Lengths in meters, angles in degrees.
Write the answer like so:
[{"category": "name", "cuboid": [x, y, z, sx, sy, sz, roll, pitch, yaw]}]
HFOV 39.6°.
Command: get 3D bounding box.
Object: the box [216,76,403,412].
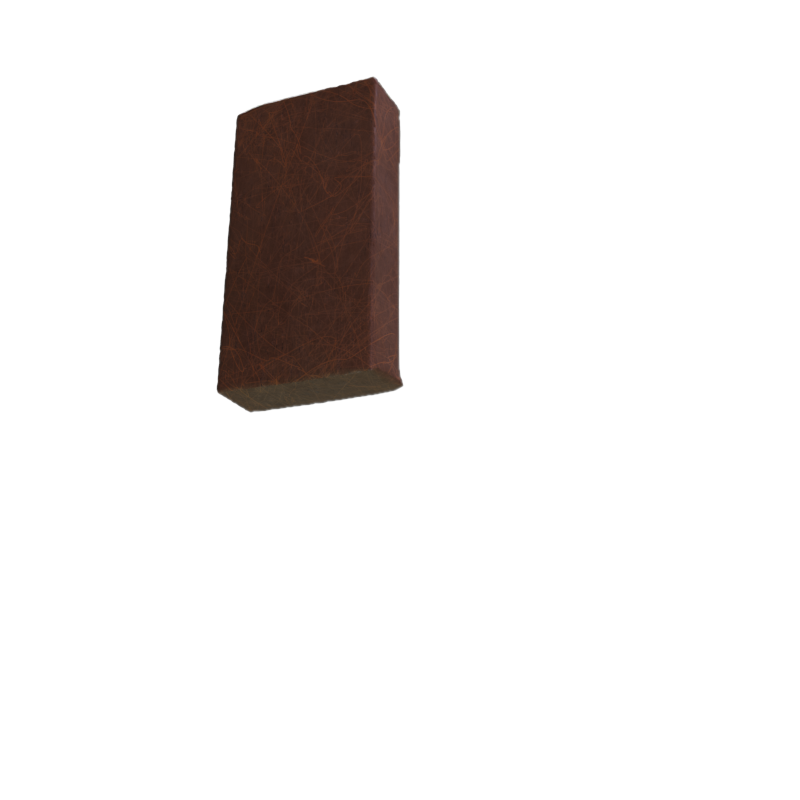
[{"category": "box", "cuboid": [-0.048, -0.088, 0.613, 0.095, 0.186, 0.045, -11, -25, 22]}]
